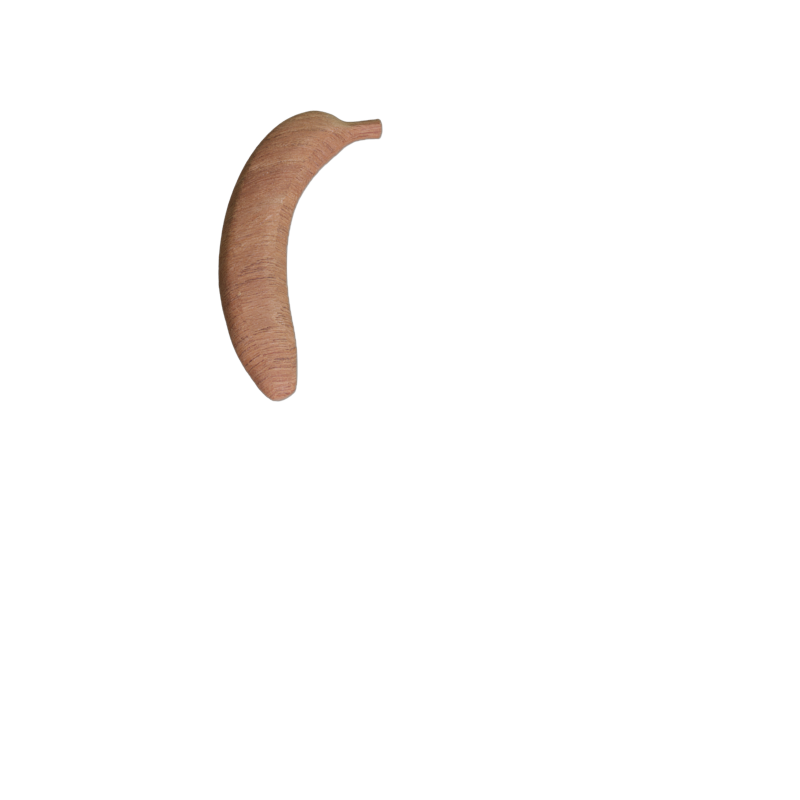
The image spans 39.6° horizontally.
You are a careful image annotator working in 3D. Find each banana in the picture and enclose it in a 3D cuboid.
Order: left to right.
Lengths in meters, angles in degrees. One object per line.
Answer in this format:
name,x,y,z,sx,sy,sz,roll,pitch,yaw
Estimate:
banana,-0.065,-0.095,0.616,0.070,0.208,0.034,12,-30,6
